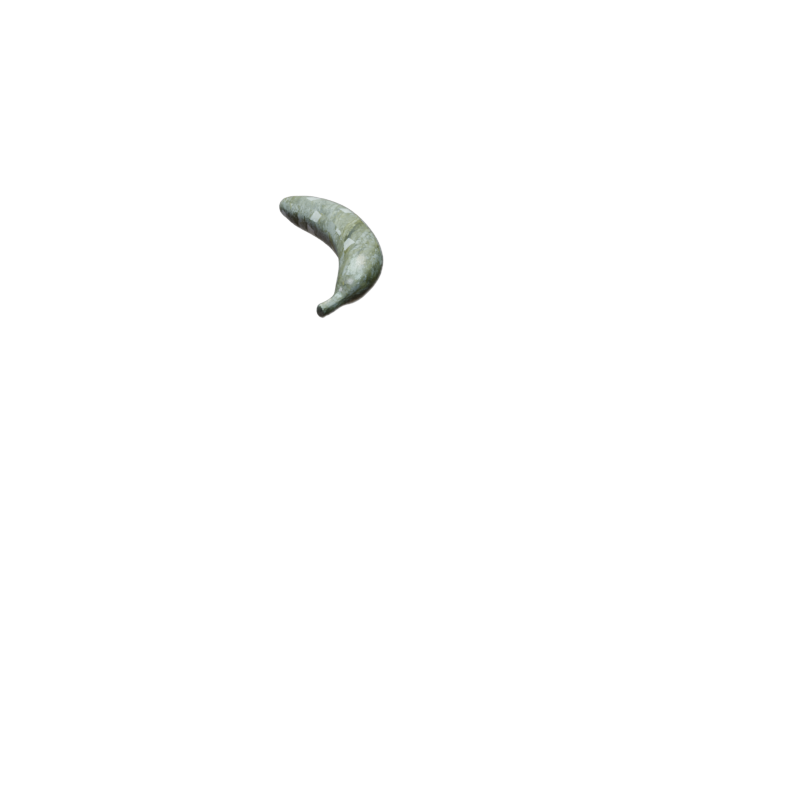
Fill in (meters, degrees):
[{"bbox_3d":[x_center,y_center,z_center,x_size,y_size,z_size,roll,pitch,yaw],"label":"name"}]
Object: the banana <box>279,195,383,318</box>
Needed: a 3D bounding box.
[{"bbox_3d":[-0.056,-0.136,0.957,0.069,0.035,0.212,-7,33,-12],"label":"banana"}]
